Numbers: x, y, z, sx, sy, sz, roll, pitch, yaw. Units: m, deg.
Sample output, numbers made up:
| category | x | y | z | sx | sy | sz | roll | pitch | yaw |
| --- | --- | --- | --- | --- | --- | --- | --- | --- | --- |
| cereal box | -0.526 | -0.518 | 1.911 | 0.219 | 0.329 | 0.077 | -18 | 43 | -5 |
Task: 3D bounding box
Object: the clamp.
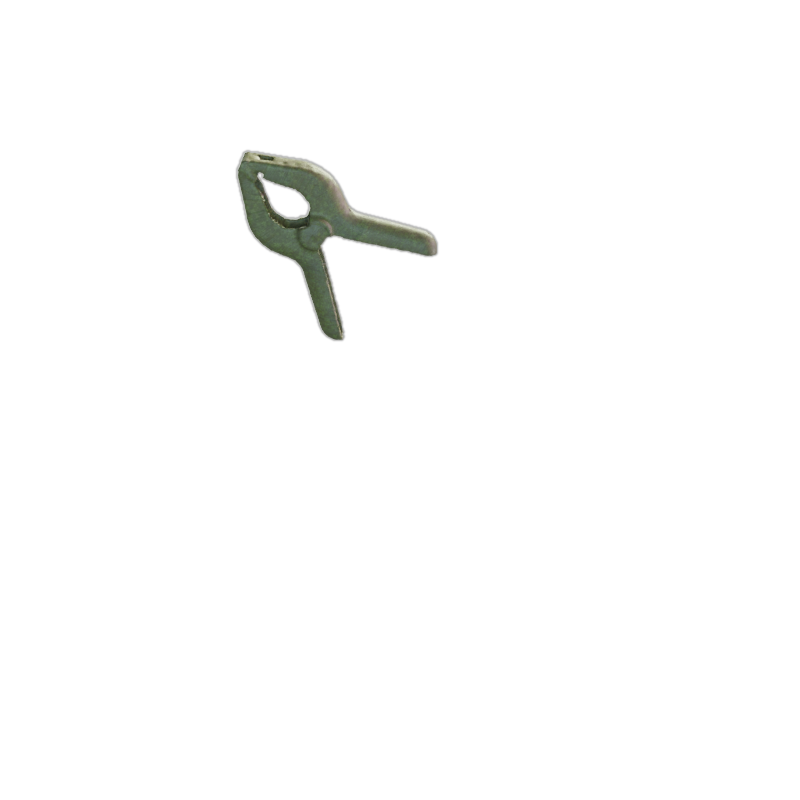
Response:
| category | x | y | z | sx | sy | sz | roll | pitch | yaw |
| --- | --- | --- | --- | --- | --- | --- | --- | --- | --- |
| clamp | -0.070 | -0.127 | 0.889 | 0.168 | 0.118 | 0.041 | 35 | 12 | -9 |
